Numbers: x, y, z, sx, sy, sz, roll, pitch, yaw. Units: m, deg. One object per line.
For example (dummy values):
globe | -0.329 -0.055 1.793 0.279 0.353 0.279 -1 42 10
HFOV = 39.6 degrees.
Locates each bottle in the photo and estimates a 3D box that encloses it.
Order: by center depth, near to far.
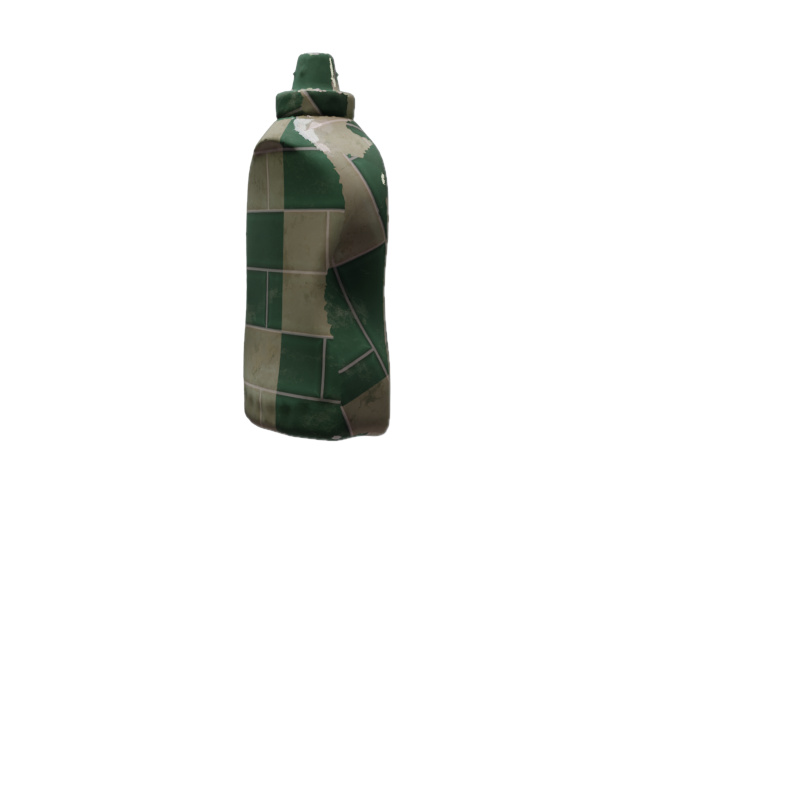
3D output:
bottle | -0.044 -0.081 0.569 0.056 0.191 0.100 0 2 -33
